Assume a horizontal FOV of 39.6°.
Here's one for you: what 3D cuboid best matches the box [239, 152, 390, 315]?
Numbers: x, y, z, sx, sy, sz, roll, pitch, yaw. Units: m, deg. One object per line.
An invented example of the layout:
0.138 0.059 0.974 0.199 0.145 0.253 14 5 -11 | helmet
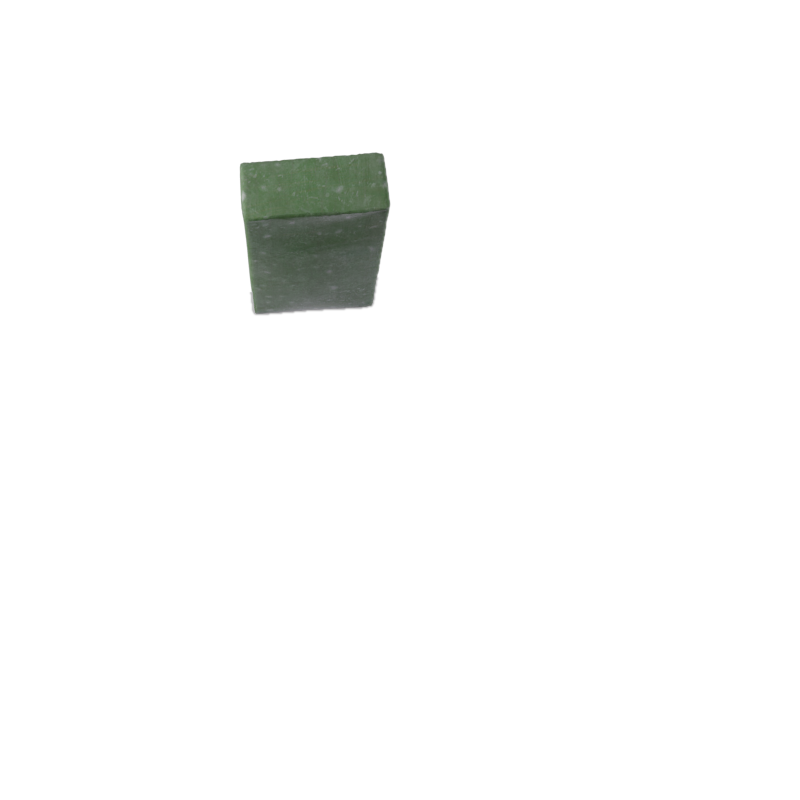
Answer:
-0.060 -0.108 0.760 0.093 0.050 0.170 -4 -14 -5 | box
